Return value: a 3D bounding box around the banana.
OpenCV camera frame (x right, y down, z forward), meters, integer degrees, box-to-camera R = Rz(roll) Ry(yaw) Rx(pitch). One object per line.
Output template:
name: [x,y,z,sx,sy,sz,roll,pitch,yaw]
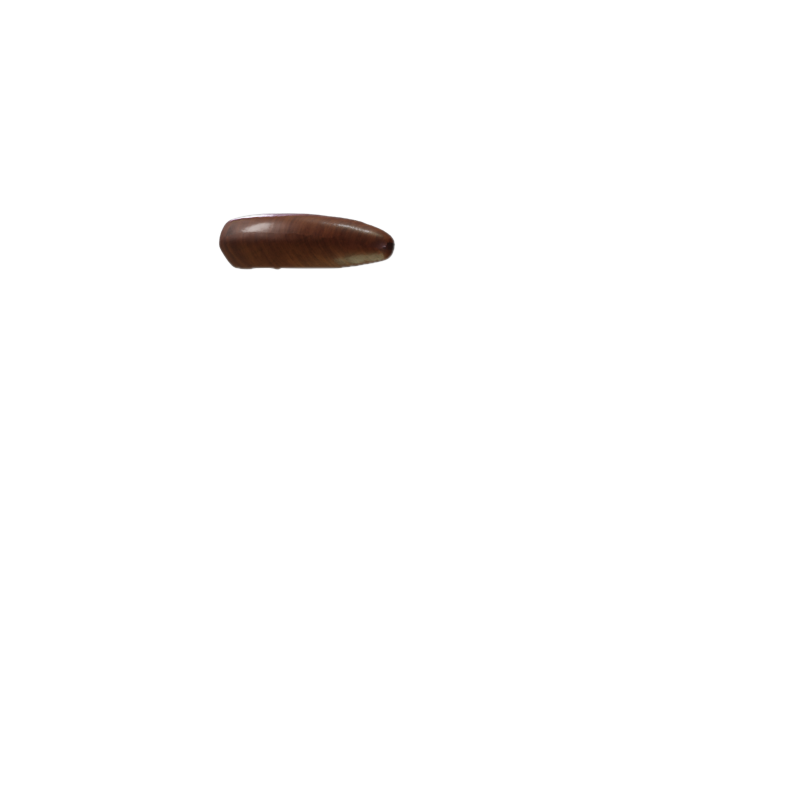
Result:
banana: [-0.076,-0.105,0.735,0.068,0.037,0.205,-2,7,-26]
